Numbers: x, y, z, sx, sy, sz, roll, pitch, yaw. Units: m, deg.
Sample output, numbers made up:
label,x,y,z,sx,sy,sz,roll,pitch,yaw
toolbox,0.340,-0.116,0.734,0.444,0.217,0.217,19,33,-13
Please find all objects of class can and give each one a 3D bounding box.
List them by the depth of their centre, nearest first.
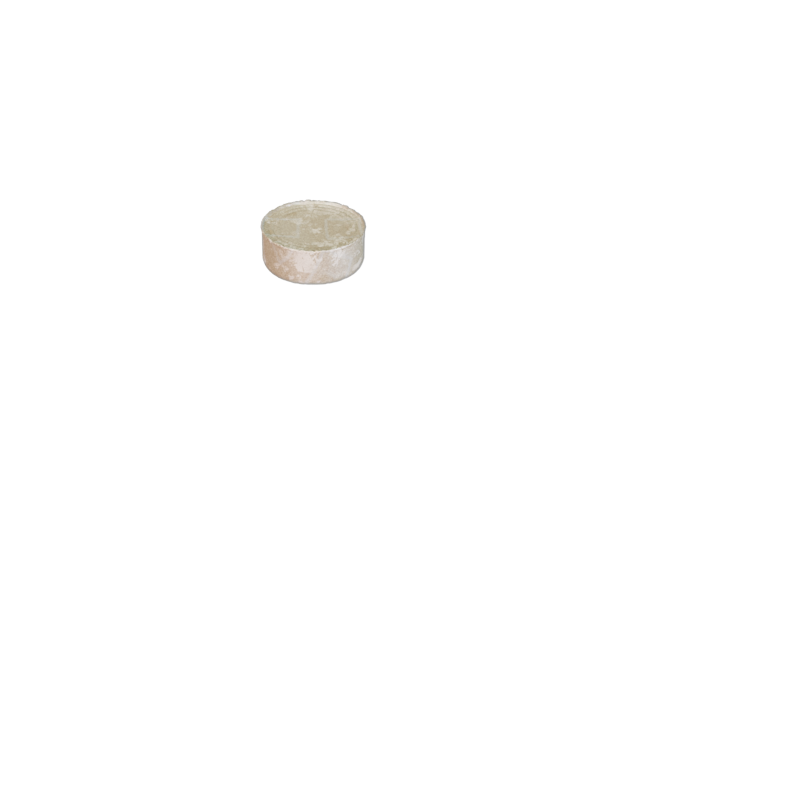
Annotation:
label,x,y,z,sx,sy,sz,roll,pitch,yaw
can,-0.071,-0.130,0.910,0.086,0.031,0.092,-1,35,-2
